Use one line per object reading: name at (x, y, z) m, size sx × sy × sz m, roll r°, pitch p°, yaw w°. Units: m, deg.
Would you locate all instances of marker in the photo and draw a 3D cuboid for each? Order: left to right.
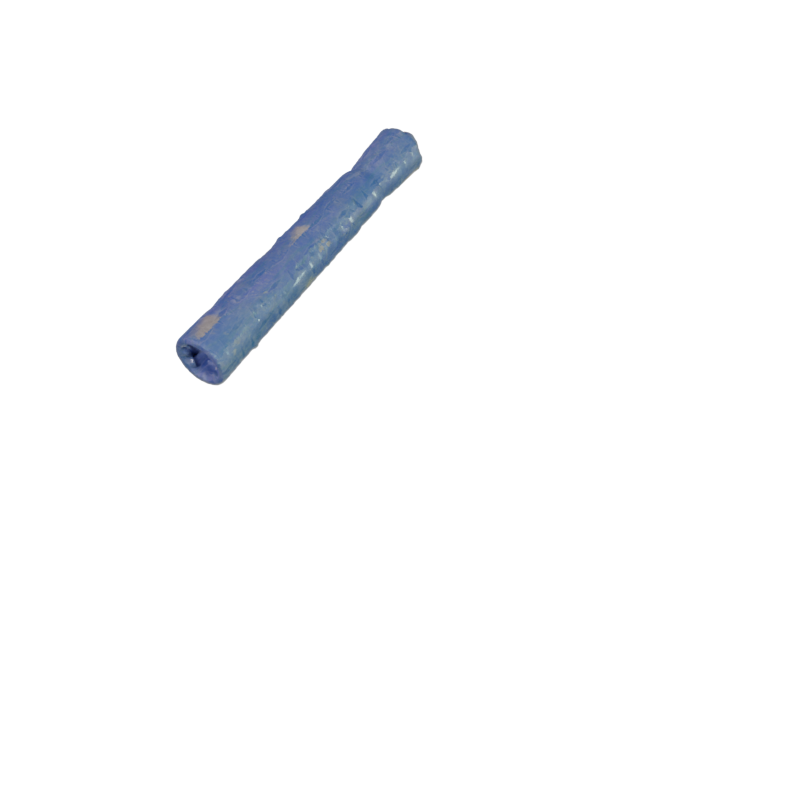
marker at (-0.029, -0.052, 0.364) m, size 0.021 × 0.018 × 0.124 m, roll 2°, pitch 43°, yaw 41°
